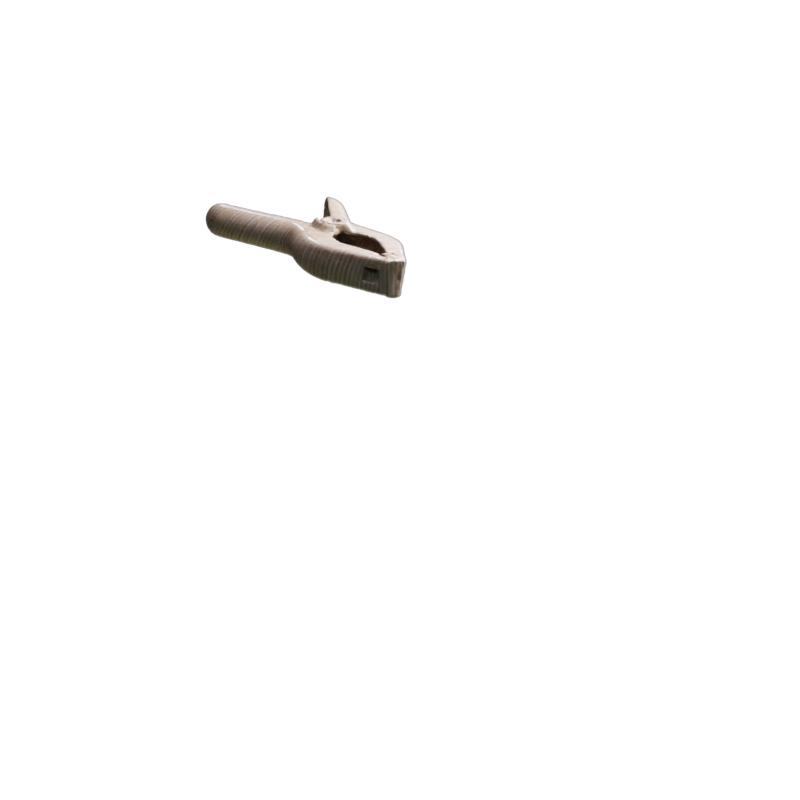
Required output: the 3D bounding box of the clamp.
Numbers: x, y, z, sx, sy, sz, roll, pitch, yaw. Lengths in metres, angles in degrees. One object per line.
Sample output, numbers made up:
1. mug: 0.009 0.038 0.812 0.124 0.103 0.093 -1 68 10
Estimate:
1. clamp: -0.063 -0.114 0.799 0.118 0.037 0.183 -12 26 -25
